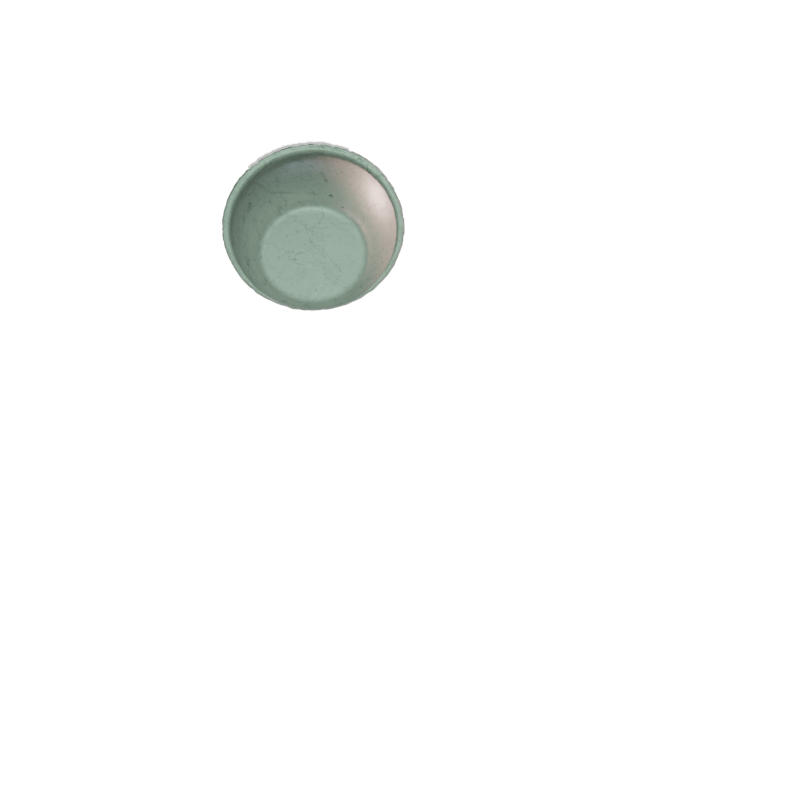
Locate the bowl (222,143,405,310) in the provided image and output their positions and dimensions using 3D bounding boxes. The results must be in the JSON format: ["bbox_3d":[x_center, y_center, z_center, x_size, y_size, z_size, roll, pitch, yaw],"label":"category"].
[{"bbox_3d":[-0.075,-0.137,0.958,0.162,0.153,0.058,1,27,-1],"label":"bowl"}]
